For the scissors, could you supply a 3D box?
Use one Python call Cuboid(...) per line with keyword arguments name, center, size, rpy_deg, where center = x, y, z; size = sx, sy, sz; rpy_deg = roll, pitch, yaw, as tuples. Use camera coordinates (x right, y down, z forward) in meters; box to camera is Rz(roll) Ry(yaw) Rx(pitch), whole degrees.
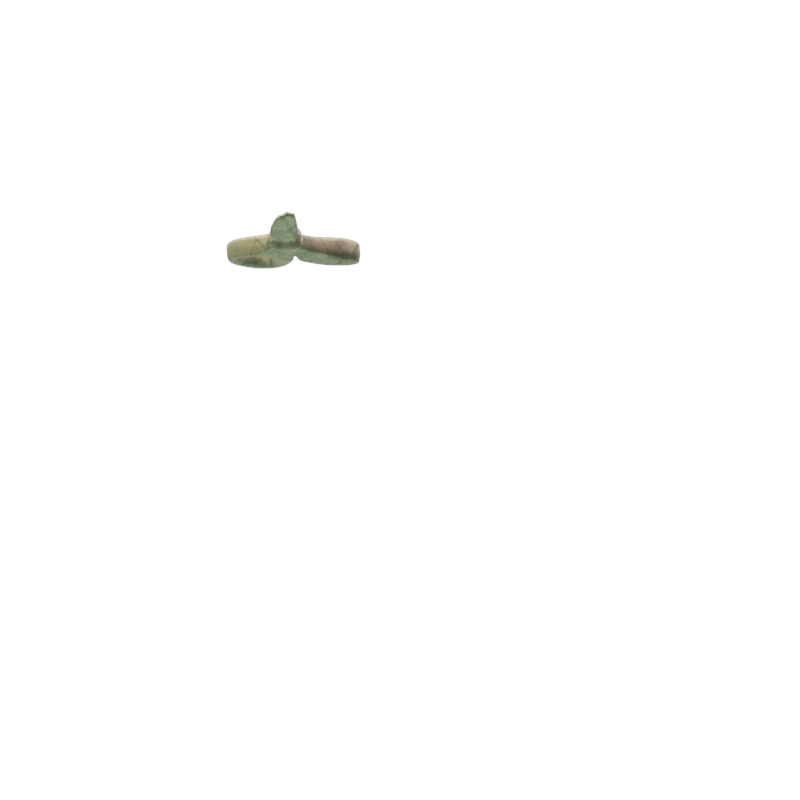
Cuboid(name="scissors", center=(-0.052, -0.096, 0.669), size=(0.094, 0.016, 0.205), rpy_deg=(0, 1, -20))
